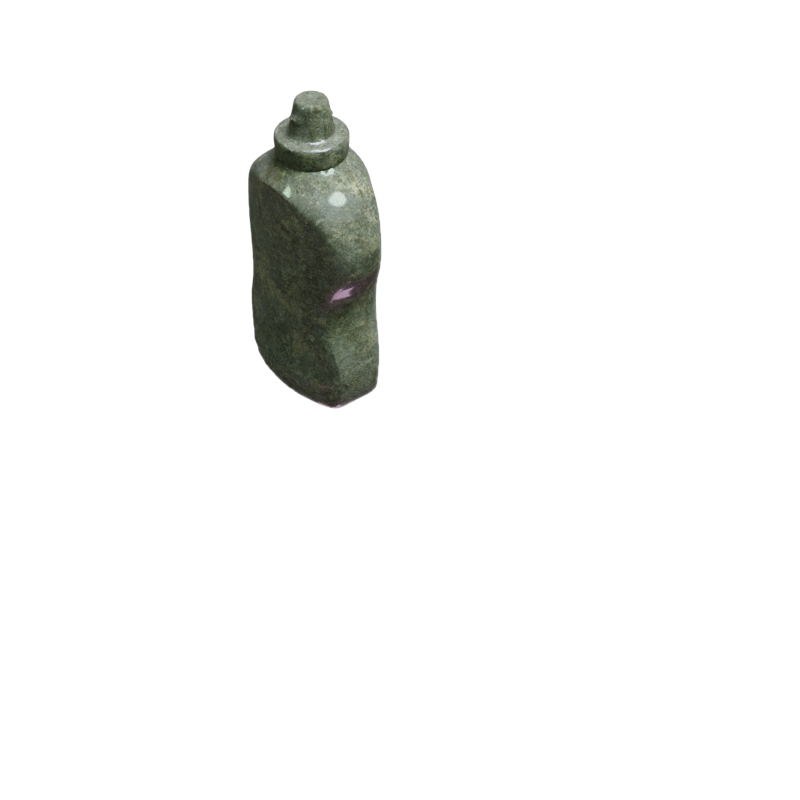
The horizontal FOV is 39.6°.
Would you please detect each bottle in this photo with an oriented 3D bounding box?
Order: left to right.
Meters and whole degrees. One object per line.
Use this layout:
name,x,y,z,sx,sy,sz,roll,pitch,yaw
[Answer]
bottle,-0.050,-0.091,0.640,0.058,0.179,0.103,-23,48,-27
